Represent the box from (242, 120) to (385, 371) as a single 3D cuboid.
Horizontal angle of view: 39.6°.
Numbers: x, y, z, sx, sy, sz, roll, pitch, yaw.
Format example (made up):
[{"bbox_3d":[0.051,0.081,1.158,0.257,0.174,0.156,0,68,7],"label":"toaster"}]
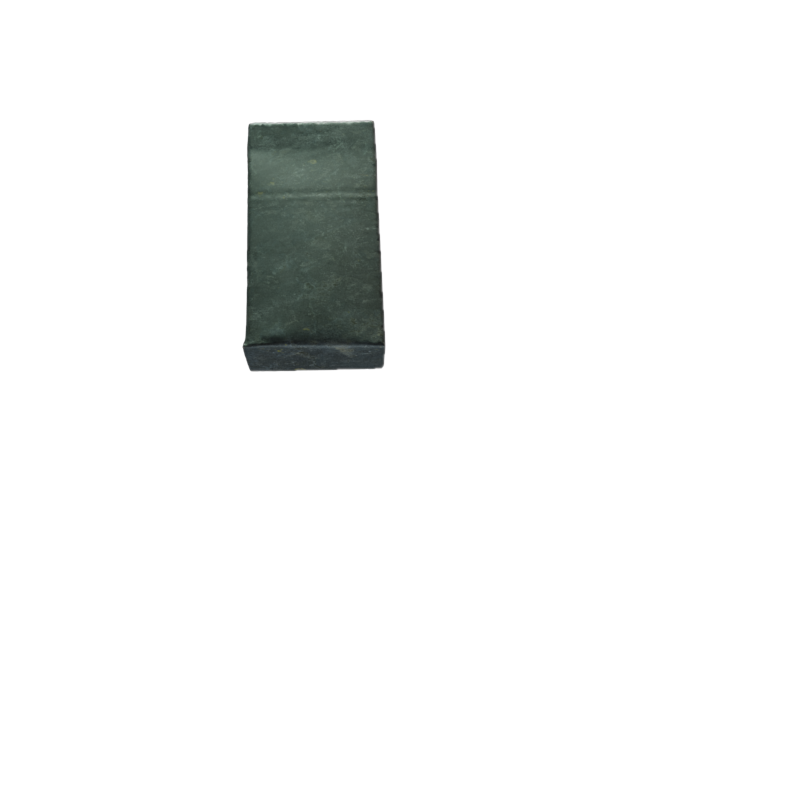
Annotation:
[{"bbox_3d":[-0.060,-0.109,0.766,0.093,0.187,0.045,-2,-28,0],"label":"box"}]
